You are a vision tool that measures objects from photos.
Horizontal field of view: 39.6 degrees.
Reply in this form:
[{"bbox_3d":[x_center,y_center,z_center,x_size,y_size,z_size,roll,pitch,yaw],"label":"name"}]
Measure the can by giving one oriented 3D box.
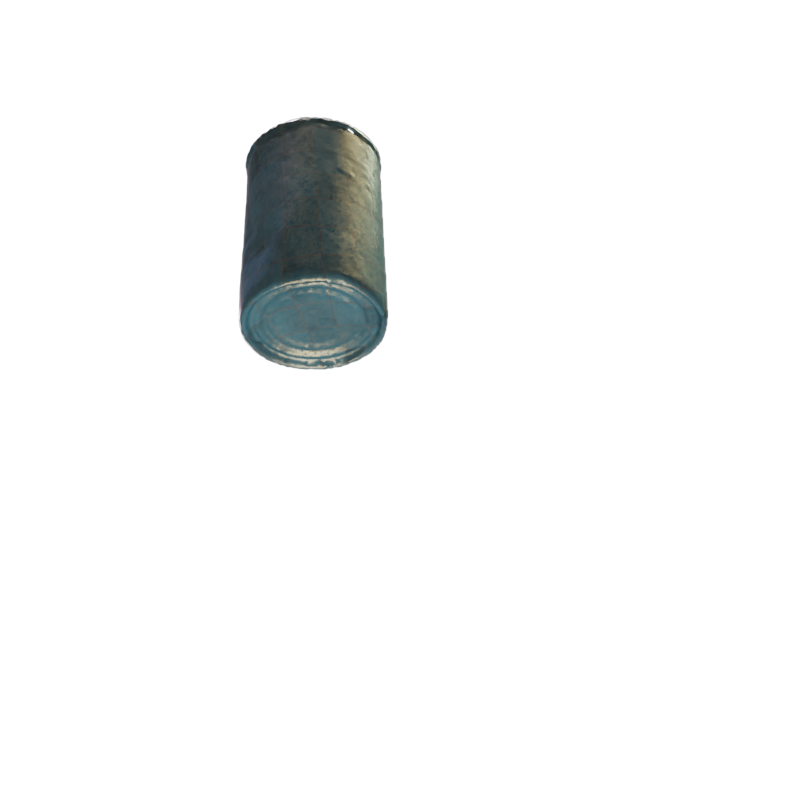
[{"bbox_3d":[-0.041,-0.074,0.521,0.068,0.110,0.064,-1,-39,-3],"label":"can"}]
